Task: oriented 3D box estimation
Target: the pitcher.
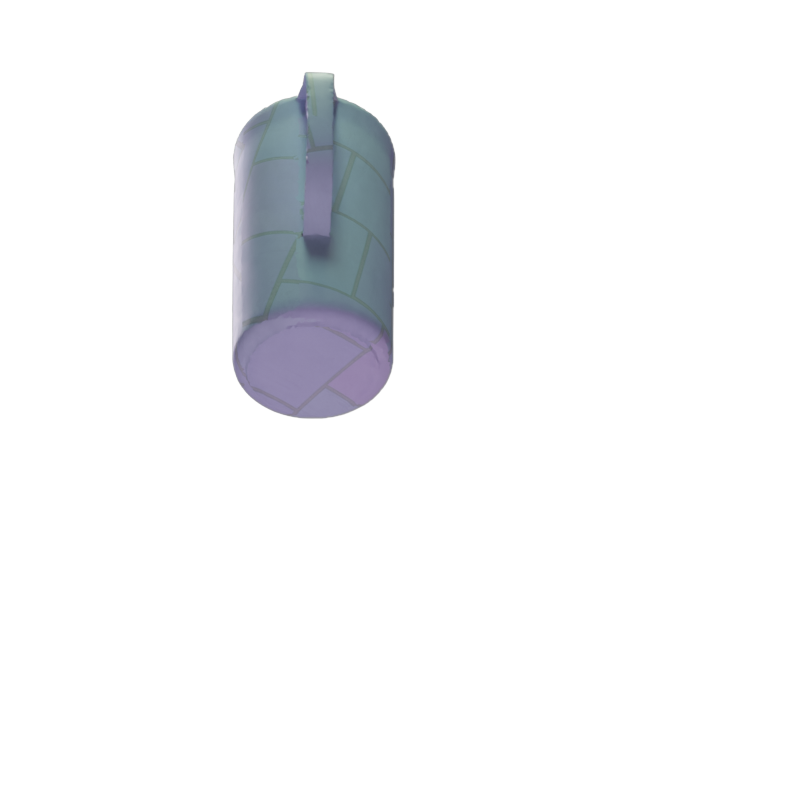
[{"bbox_3d":[-0.064,-0.117,0.817,0.144,0.261,0.139,-32,-52,25],"label":"pitcher"}]
